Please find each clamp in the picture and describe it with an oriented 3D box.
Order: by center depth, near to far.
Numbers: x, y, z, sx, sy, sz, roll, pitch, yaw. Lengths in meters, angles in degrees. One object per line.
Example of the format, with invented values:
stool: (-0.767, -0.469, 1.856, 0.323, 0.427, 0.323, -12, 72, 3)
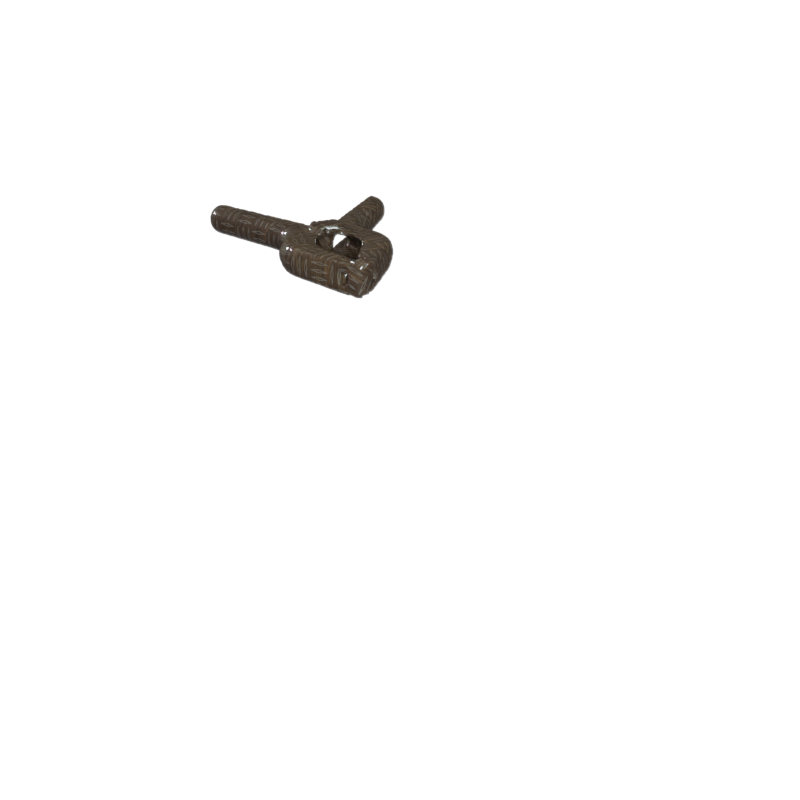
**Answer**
clamp: (-0.074, -0.135, 0.948, 0.163, 0.035, 0.223, -5, 25, -11)
